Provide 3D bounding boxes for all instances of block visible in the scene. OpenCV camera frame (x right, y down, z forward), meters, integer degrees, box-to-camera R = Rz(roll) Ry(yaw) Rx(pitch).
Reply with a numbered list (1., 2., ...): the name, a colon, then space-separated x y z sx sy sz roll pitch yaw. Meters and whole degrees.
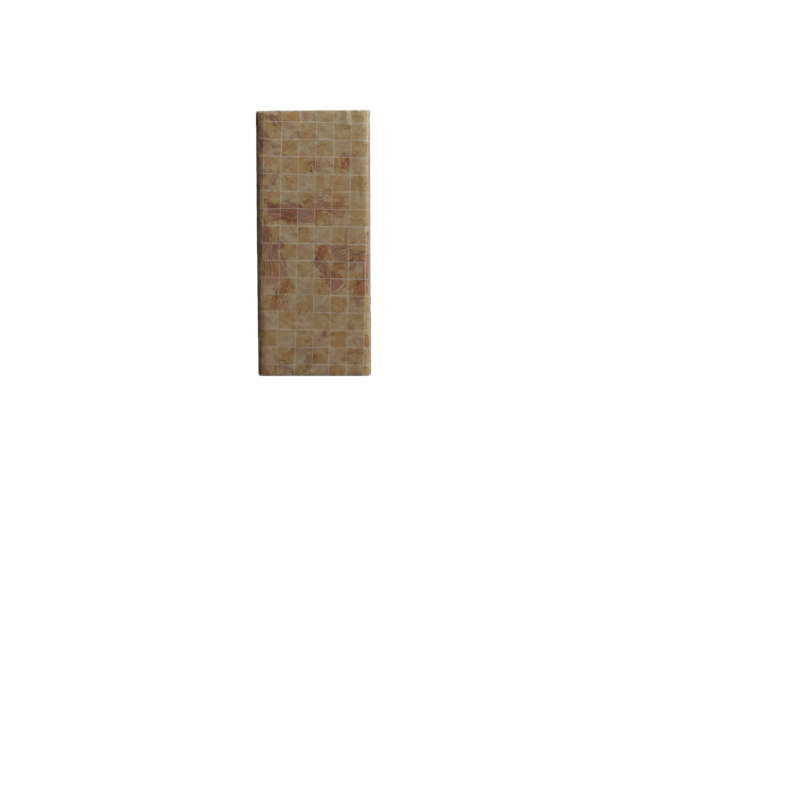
1. block: -0.071 -0.128 0.899 0.090 0.205 0.091 0 3 -3
